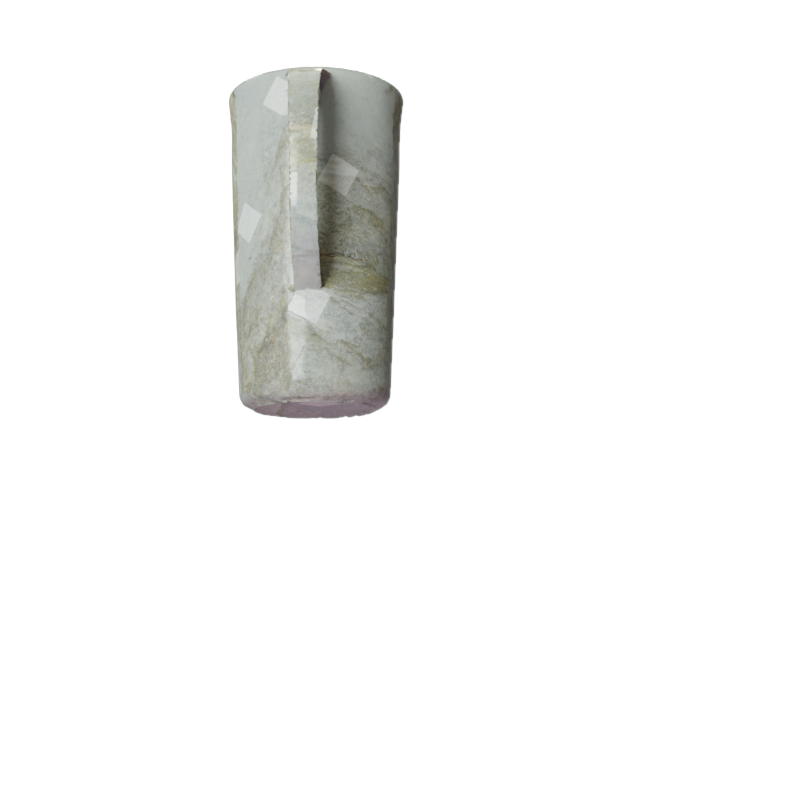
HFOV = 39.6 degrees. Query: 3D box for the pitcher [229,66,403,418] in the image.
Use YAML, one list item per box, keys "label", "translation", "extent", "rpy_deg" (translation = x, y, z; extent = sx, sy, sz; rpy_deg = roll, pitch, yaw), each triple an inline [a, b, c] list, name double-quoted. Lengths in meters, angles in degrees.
- label: "pitcher"
  translation: [-0.063, -0.115, 0.809]
  extent: [0.141, 0.252, 0.147]
  rpy_deg: [12, -19, -42]
